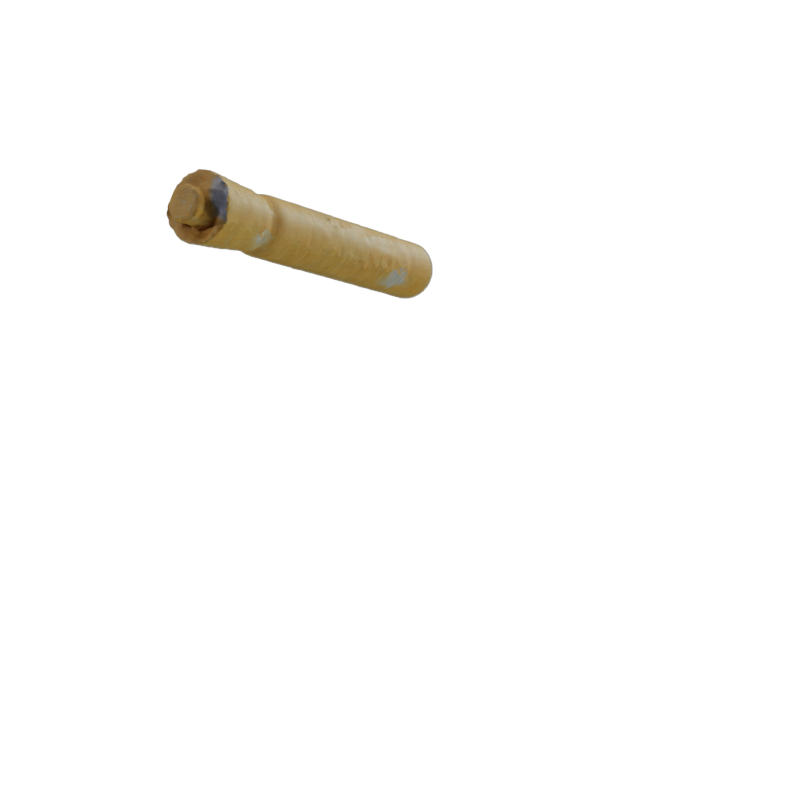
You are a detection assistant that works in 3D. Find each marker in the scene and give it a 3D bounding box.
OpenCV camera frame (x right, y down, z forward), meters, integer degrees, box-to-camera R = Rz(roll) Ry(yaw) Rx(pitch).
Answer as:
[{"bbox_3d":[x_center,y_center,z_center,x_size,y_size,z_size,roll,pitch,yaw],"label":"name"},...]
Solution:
[{"bbox_3d":[-0.025,-0.045,0.315,0.020,0.020,0.115,2,-1,29],"label":"marker"}]
